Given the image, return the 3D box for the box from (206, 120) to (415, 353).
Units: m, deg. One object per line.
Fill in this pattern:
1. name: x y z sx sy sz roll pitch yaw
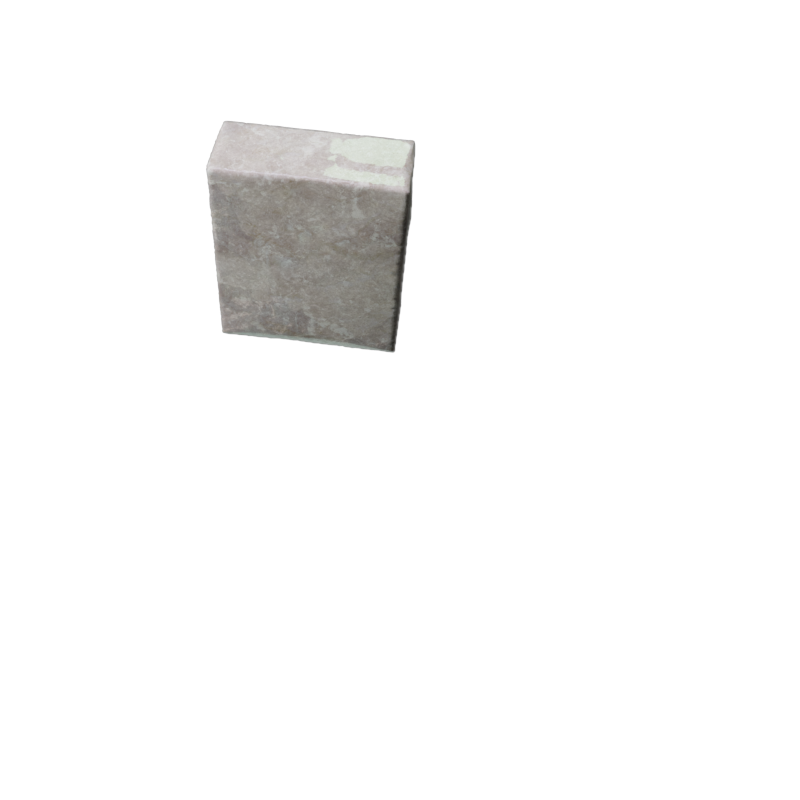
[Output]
1. box: -0.076 -0.138 0.965 0.165 0.076 0.199 8 -38 4
